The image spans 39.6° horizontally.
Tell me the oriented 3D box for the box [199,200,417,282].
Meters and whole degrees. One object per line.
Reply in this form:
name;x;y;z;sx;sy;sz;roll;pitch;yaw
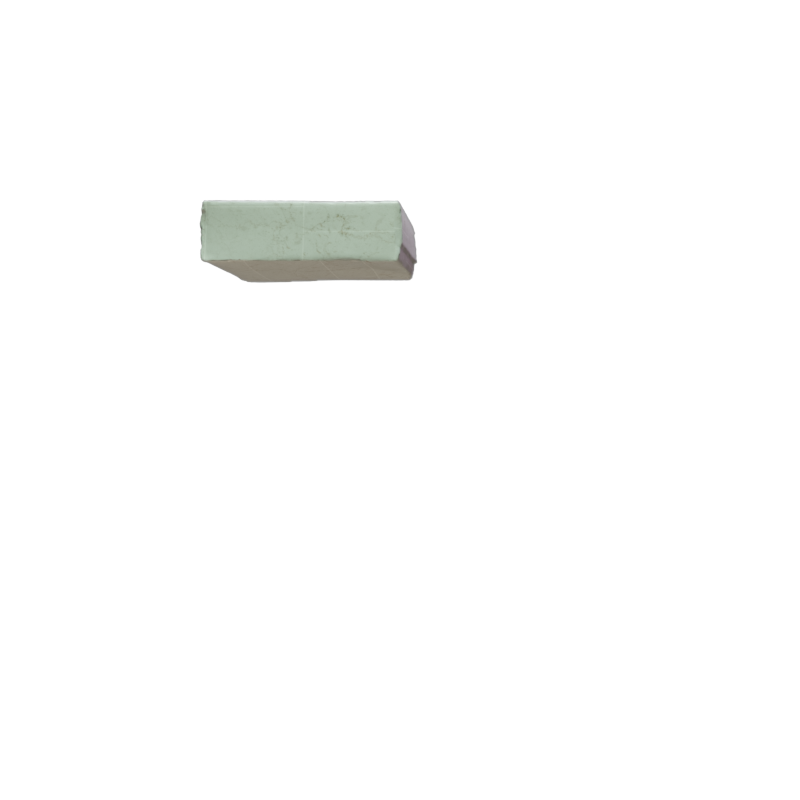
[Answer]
box;-0.050;-0.092;0.642;0.115;0.039;0.088;0;-3;8
